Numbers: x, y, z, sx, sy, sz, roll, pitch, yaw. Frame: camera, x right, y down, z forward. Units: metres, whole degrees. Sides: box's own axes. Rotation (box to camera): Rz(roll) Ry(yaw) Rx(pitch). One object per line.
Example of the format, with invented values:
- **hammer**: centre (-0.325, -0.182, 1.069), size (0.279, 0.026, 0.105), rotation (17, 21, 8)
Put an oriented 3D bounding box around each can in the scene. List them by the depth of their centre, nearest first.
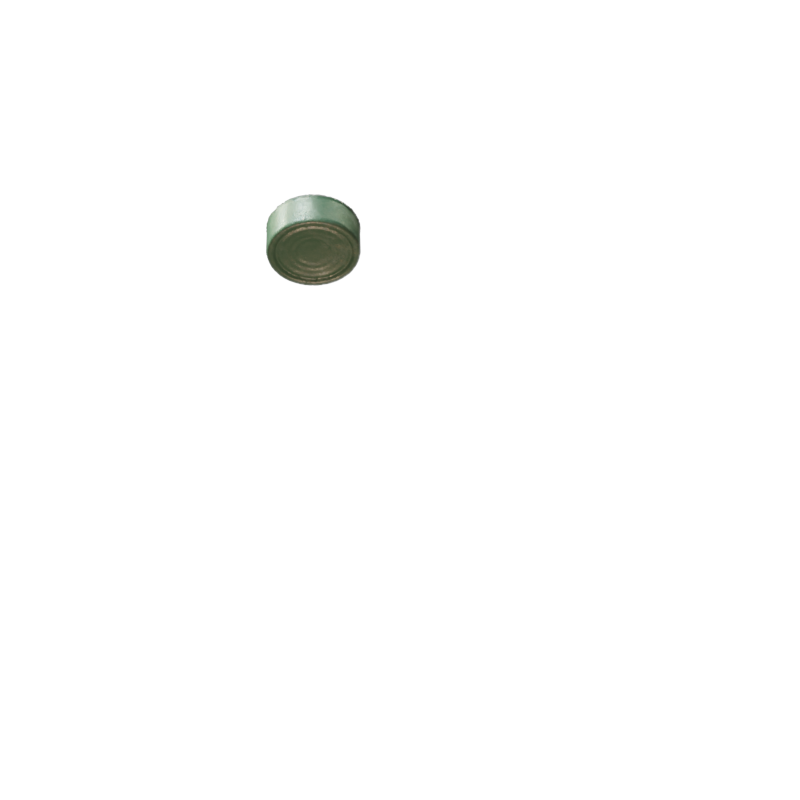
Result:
- **can**: centre (-0.078, -0.142, 0.998), size (0.086, 0.036, 0.080), rotation (1, -41, -1)
